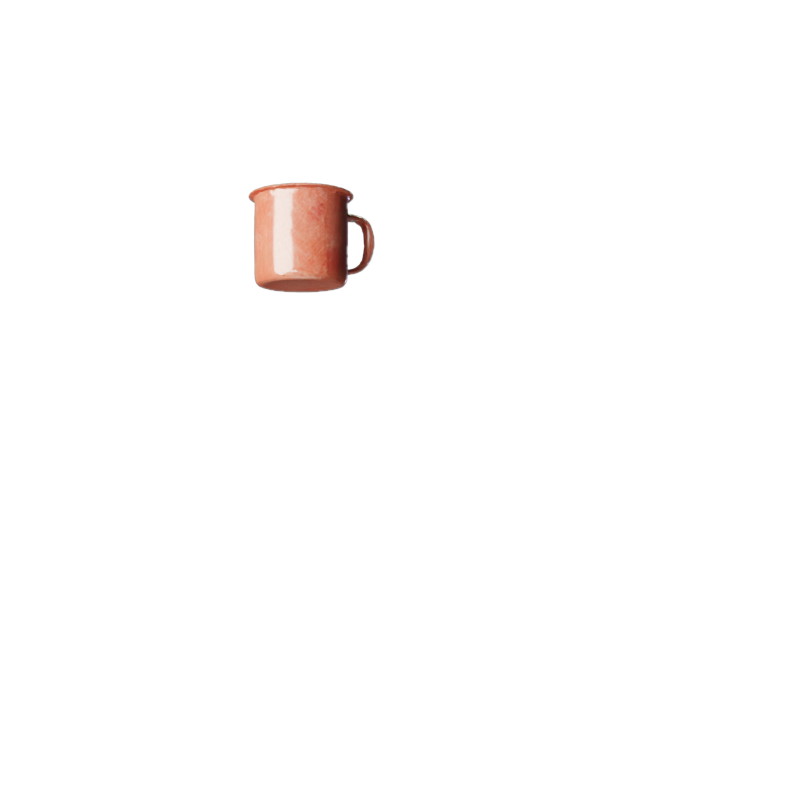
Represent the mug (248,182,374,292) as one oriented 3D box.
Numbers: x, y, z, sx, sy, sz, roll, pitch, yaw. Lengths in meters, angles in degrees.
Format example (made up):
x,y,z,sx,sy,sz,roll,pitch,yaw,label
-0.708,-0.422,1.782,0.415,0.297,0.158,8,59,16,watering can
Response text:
x,y,z,sx,sy,sz,roll,pitch,yaw,label
-0.076,-0.139,0.976,0.113,0.083,0.095,3,-8,-28,mug
